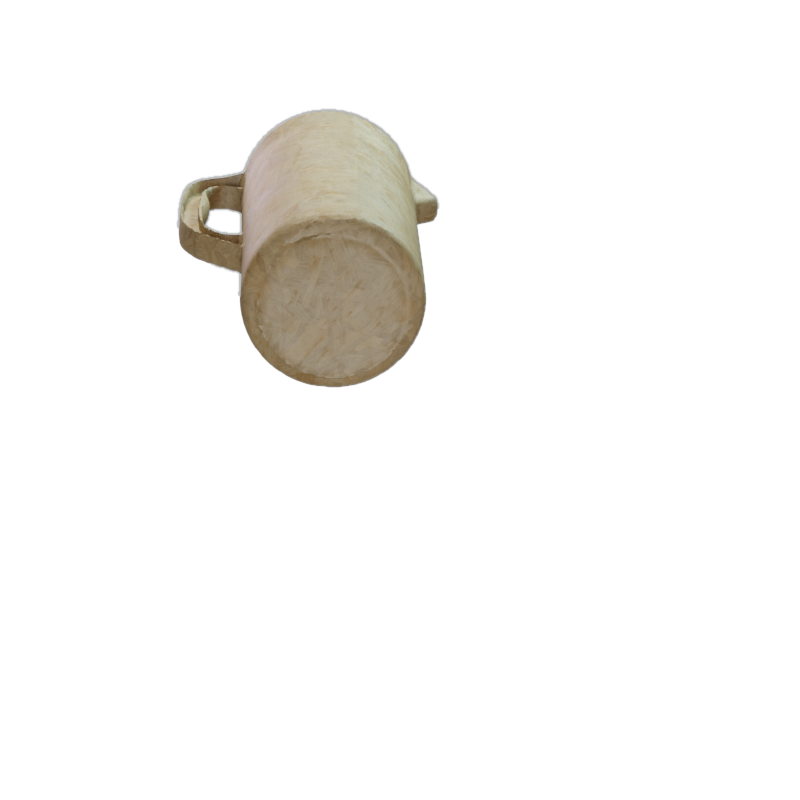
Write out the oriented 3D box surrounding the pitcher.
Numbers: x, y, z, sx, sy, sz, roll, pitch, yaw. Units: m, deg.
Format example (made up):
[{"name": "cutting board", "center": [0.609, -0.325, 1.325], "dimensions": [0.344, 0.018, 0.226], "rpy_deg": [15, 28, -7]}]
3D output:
[{"name": "pitcher", "center": [-0.058, -0.106, 0.744], "dimensions": [0.148, 0.139, 0.255], "rpy_deg": [-37, 20, 12]}]
